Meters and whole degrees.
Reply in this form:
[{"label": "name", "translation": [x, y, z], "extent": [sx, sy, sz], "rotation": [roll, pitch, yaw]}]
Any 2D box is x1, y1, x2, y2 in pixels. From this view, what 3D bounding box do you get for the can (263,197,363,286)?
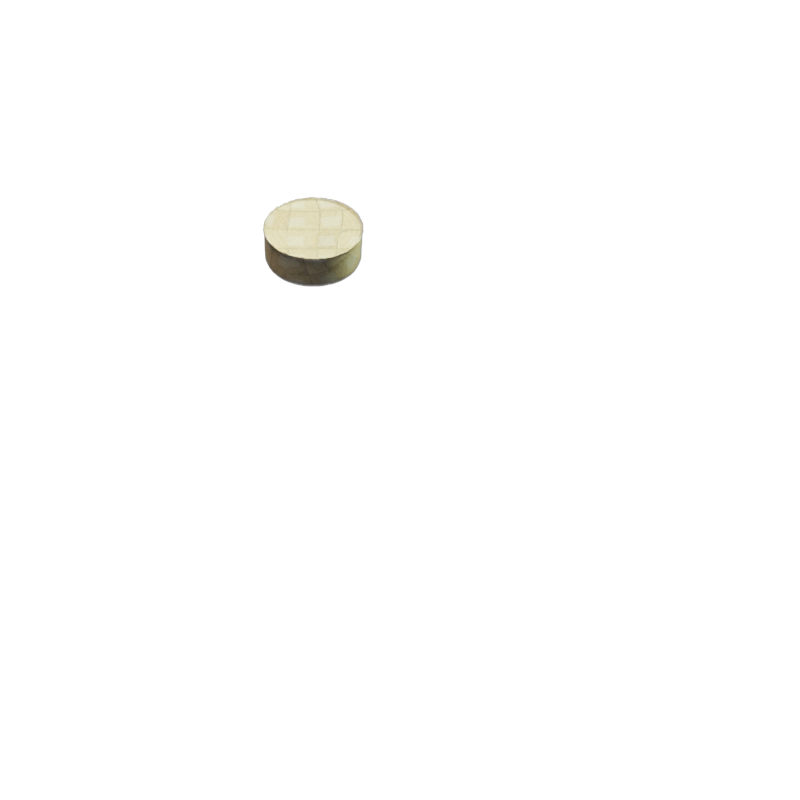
[{"label": "can", "translation": [-0.075, -0.137, 0.957], "extent": [0.086, 0.031, 0.092], "rotation": [-1, 43, -2]}]
